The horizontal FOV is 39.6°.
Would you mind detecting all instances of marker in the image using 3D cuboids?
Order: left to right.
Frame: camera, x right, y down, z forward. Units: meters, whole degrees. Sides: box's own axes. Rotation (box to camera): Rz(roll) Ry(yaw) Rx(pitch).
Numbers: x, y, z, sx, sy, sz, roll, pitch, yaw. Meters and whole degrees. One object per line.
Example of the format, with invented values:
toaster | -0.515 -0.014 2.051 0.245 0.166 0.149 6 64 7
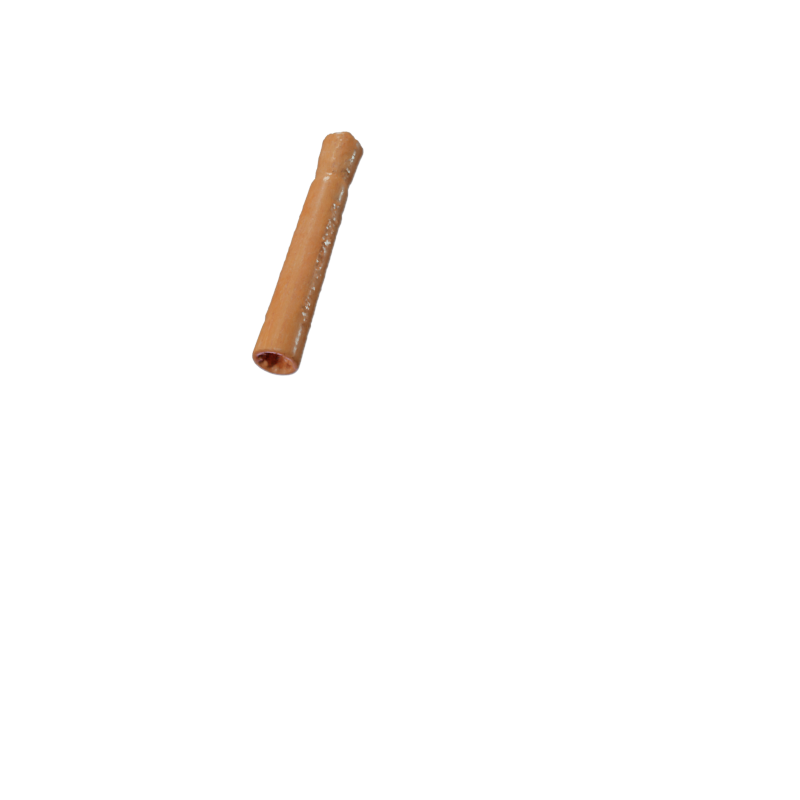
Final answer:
marker | -0.036 -0.066 0.459 0.020 0.128 0.018 10 -34 5
